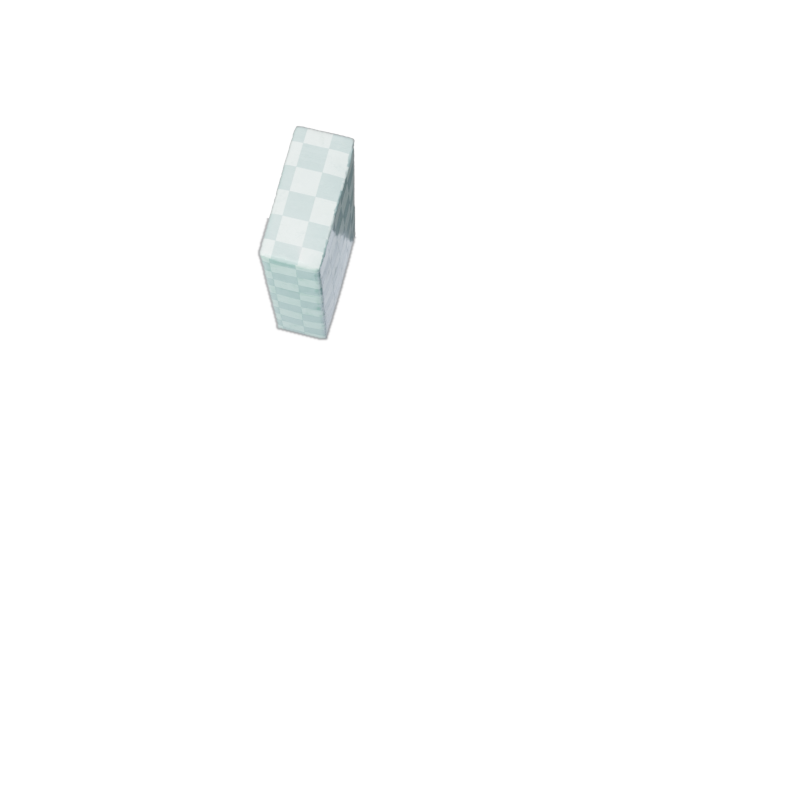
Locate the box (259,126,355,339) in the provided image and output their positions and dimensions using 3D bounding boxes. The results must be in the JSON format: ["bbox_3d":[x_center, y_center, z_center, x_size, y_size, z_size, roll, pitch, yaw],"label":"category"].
[{"bbox_3d":[-0.060,-0.109,0.767,0.048,0.096,0.171,14,-13,-1],"label":"box"}]
